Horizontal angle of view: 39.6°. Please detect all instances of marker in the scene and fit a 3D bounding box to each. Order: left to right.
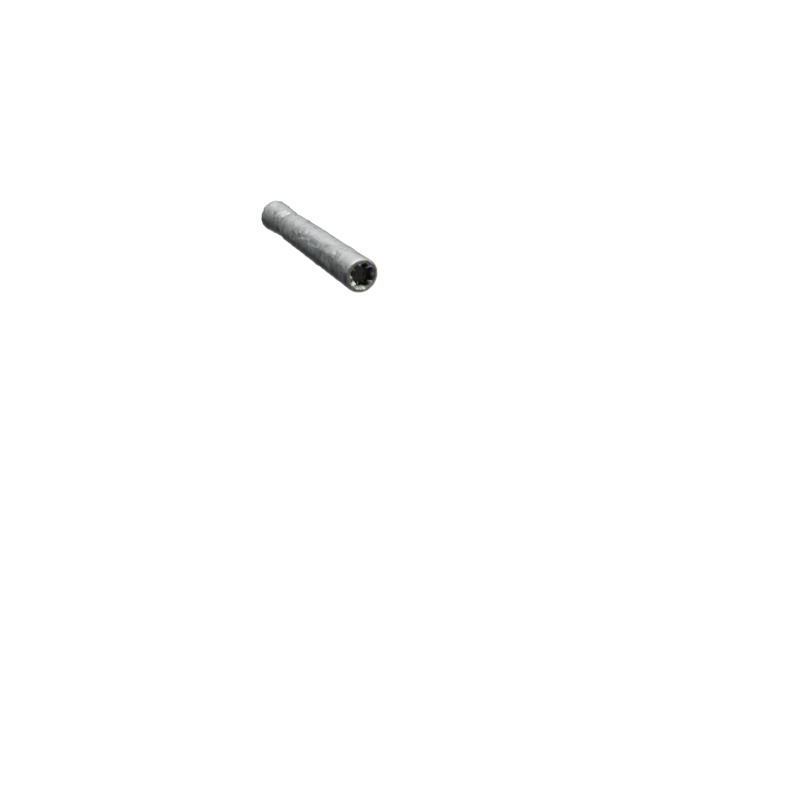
[{"bbox_3d":[-0.049,-0.089,0.621,0.019,0.019,0.129,-2,24,-28],"label":"marker"}]
